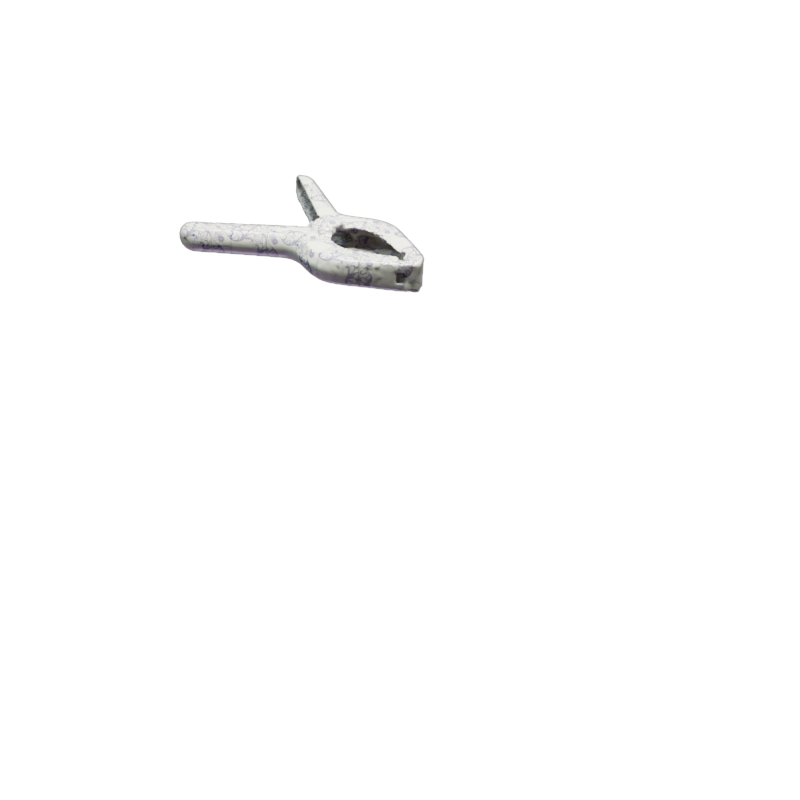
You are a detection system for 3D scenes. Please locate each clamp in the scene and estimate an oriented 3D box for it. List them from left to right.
[{"bbox_3d":[-0.075,-0.136,0.952,0.164,0.034,0.224,-27,42,-36],"label":"clamp"}]
